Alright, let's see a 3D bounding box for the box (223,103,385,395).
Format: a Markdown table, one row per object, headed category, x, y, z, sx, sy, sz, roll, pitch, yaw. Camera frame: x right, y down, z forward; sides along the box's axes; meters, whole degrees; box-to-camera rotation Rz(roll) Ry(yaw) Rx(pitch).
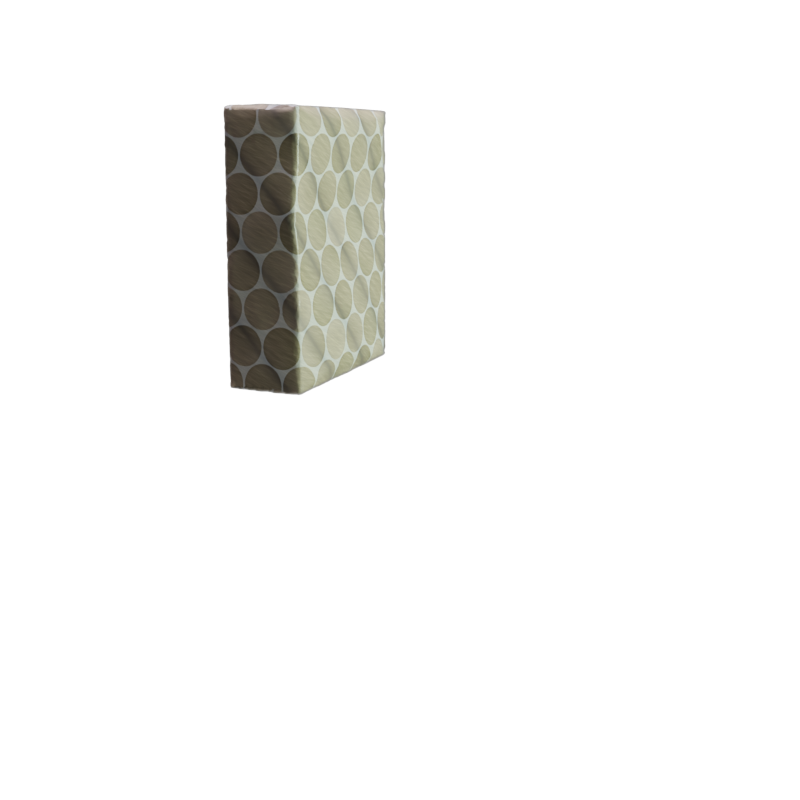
| category | x | y | z | sx | sy | sz | roll | pitch | yaw |
| --- | --- | --- | --- | --- | --- | --- | --- | --- | --- |
| box | -0.069 | -0.126 | 0.883 | 0.074 | 0.211 | 0.162 | 3 | 9 | 23 |
